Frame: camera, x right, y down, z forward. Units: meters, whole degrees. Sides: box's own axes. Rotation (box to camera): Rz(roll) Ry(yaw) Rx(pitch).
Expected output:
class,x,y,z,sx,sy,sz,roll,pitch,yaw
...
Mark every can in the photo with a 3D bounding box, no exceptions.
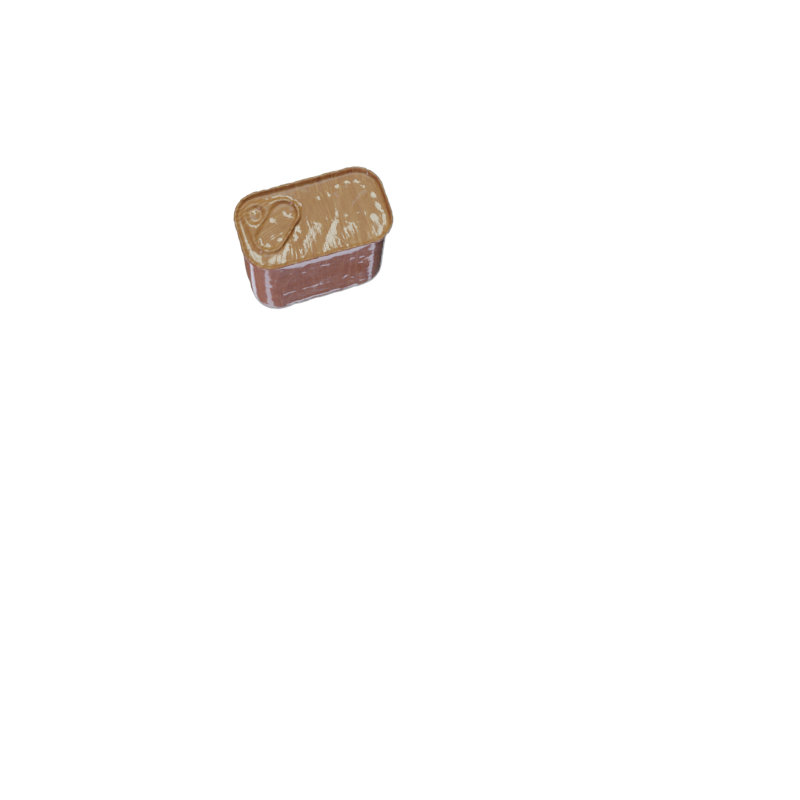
class,x,y,z,sx,sy,sz,roll,pitch,yaw
can,-0.060,-0.109,0.761,0.101,0.060,0.080,-16,-17,-7
